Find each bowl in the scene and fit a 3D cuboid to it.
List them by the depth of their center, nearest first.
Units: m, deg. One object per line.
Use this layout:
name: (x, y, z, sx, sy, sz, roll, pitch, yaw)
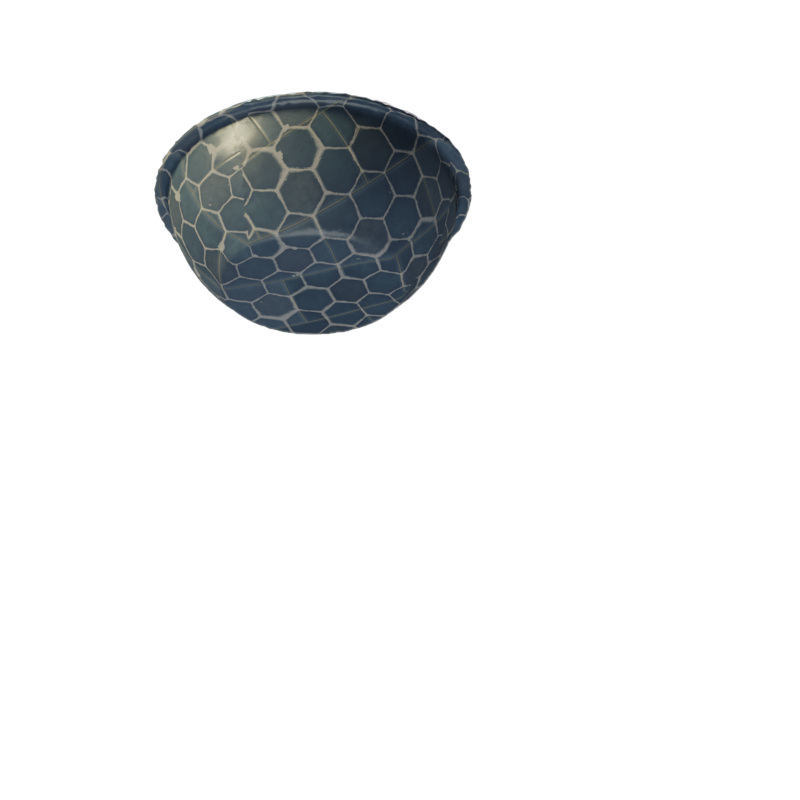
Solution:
bowl: (-0.043, -0.079, 0.553, 0.162, 0.059, 0.152, 1, -30, -2)
